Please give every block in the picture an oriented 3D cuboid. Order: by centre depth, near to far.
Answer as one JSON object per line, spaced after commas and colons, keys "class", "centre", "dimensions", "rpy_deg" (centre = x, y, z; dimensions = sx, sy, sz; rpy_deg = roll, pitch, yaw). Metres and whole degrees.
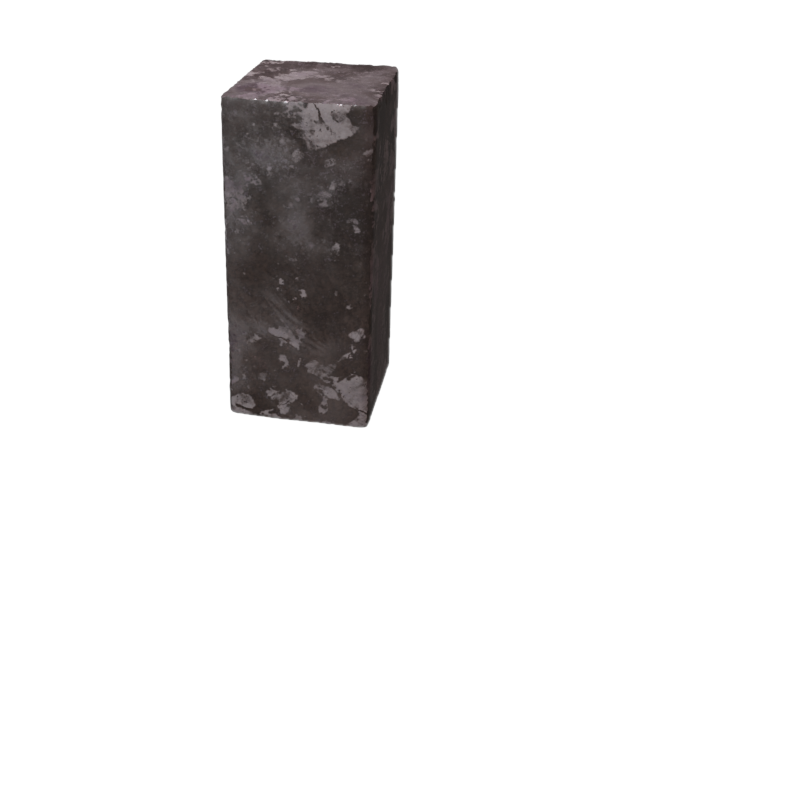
{"class": "block", "centre": [-0.053, -0.098, 0.688], "dimensions": [0.092, 0.196, 0.094], "rpy_deg": [6, 25, 9]}
